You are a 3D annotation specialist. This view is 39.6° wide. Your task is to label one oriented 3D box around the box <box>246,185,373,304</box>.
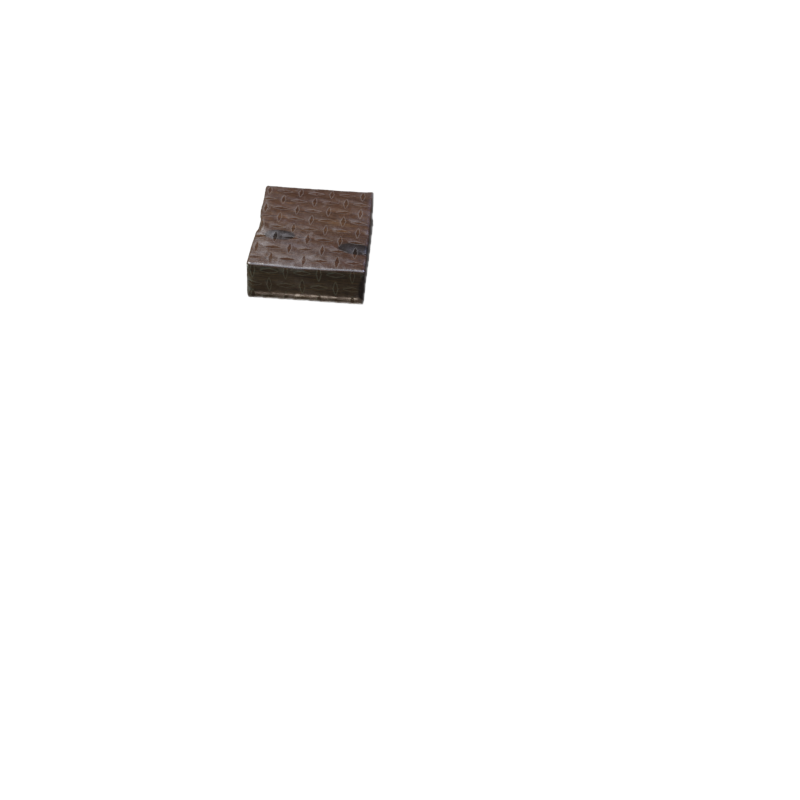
[{"bbox_3d":[-0.056,-0.101,0.710,0.074,0.028,0.095,3,42,3],"label":"box"}]
